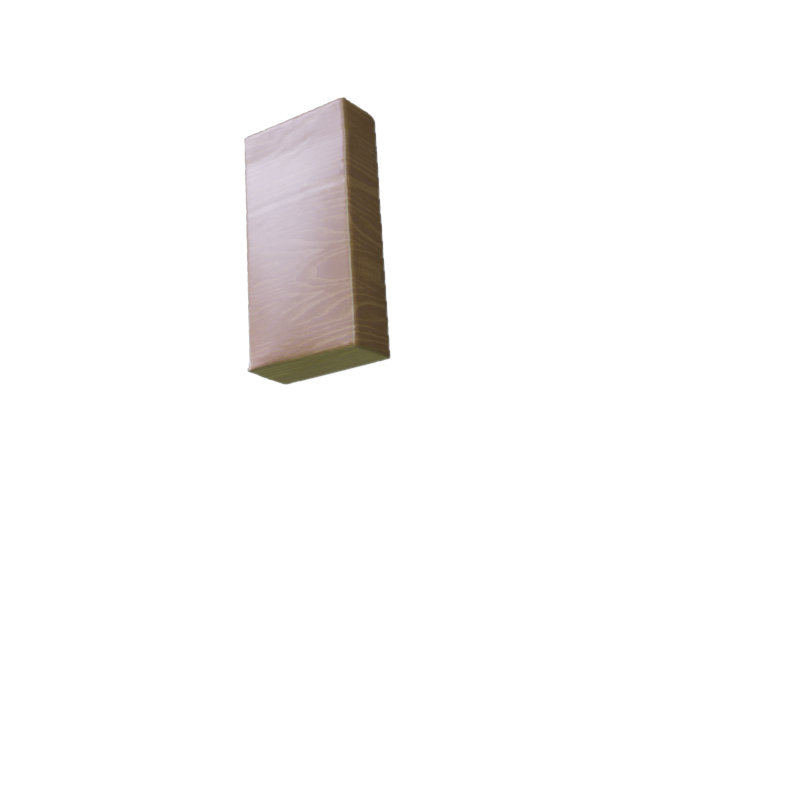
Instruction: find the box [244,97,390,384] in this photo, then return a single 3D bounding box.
[{"bbox_3d":[-0.058,-0.107,0.749,0.095,0.185,0.045,-16,-26,33],"label":"box"}]
